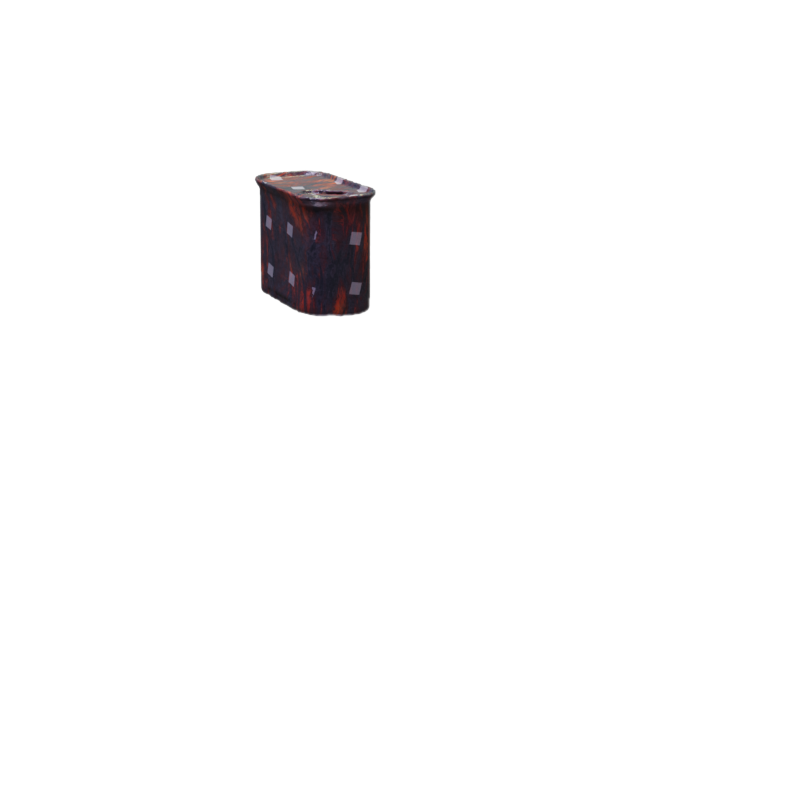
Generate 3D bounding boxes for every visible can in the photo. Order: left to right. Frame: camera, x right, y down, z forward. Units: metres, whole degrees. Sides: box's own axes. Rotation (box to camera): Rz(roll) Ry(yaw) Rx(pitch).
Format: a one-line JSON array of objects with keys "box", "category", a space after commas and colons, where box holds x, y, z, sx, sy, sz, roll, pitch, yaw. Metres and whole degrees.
[{"box": [-0.061, -0.111, 0.774, 0.056, 0.081, 0.108, -8, 20, -28], "category": "can"}]
